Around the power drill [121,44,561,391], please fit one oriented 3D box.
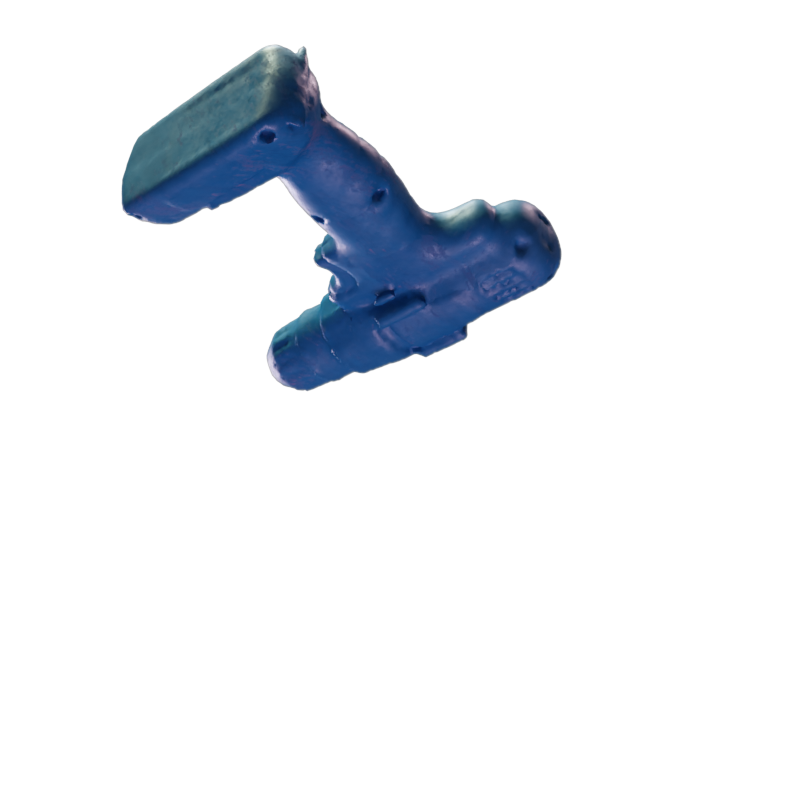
[{"bbox_3d":[-0.043,-0.078,0.549,0.184,0.061,0.175,-27,-43,32],"label":"power drill"}]
